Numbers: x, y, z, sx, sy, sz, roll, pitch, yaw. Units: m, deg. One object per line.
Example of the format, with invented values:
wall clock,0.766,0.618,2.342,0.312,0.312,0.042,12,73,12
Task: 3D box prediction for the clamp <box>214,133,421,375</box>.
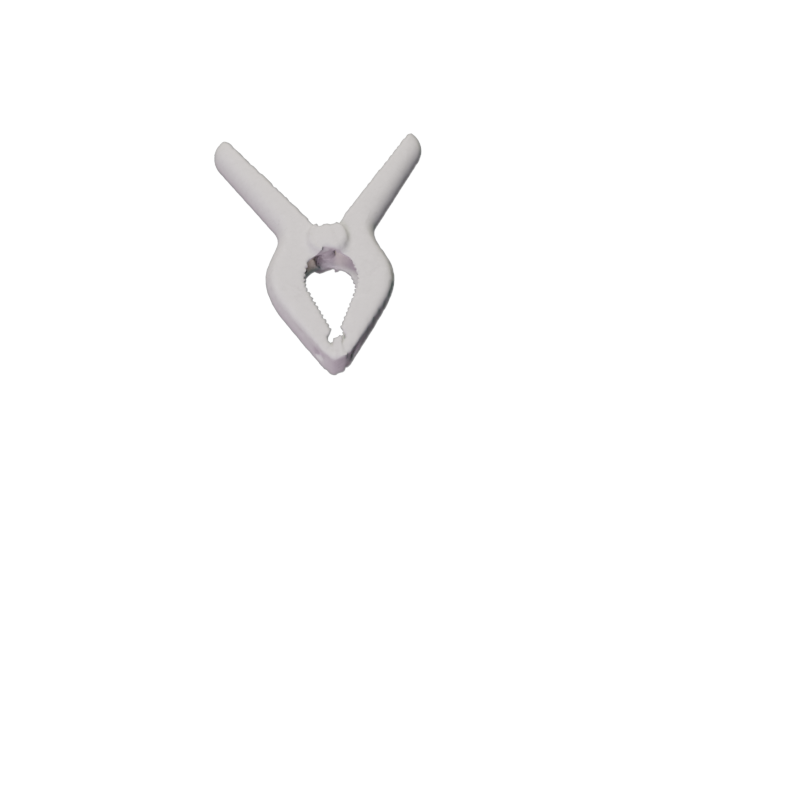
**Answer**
clamp,-0.066,-0.120,0.840,0.165,0.224,0.034,1,-31,0
